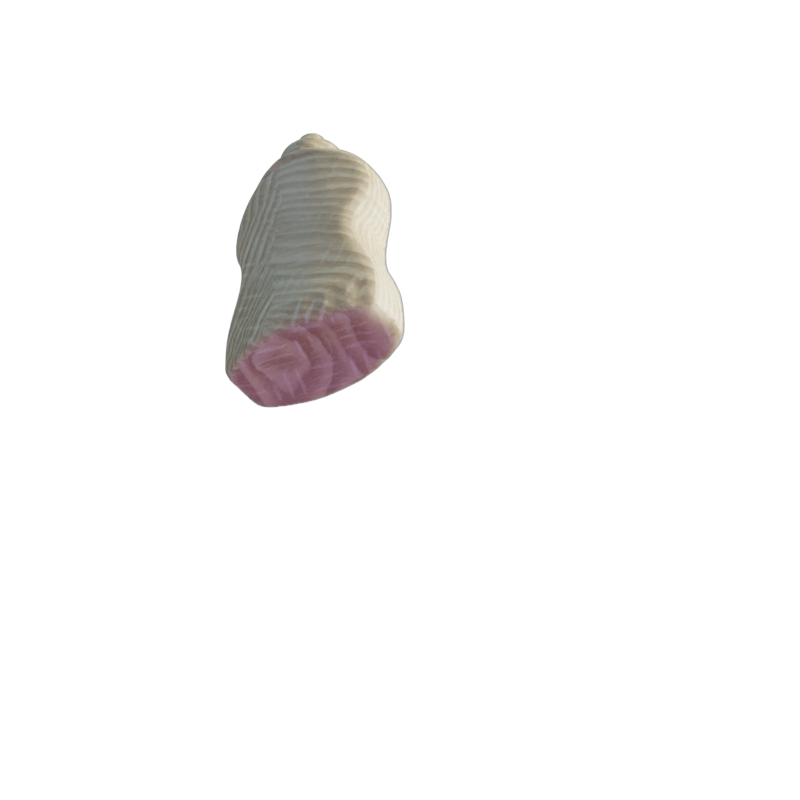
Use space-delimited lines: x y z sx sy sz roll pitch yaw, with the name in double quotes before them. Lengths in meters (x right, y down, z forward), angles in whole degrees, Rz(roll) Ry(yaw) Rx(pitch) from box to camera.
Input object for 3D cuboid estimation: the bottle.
"bottle" -0.050 -0.091 0.636 0.096 0.206 0.054 -27 -50 21
